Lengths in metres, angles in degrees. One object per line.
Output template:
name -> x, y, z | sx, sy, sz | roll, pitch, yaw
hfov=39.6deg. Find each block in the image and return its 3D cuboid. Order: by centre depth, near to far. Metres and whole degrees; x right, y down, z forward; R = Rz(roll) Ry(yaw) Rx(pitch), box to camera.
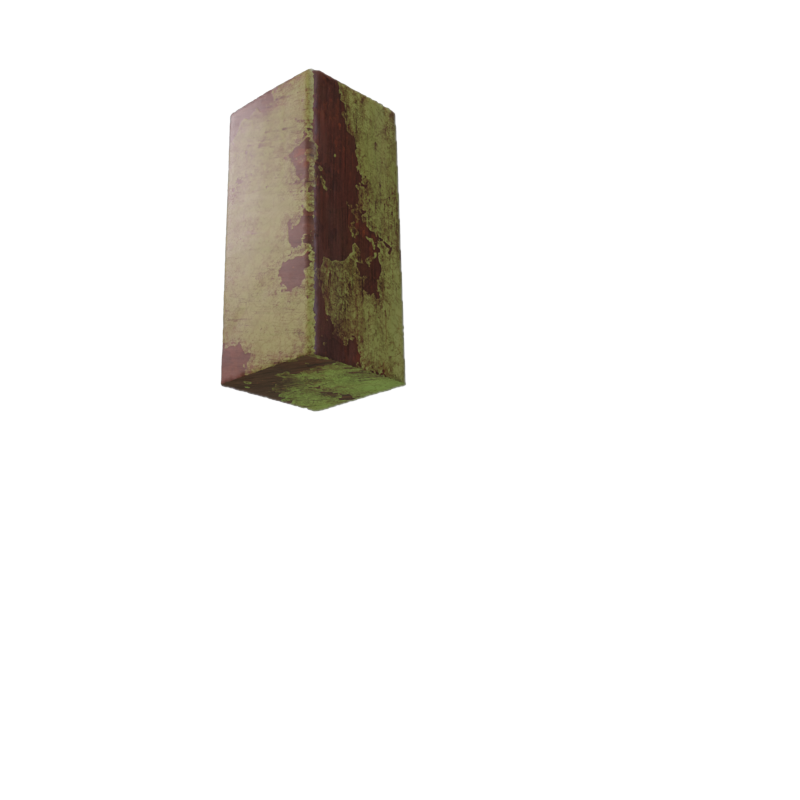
block -> -0.060, -0.110, 0.765 | 0.091, 0.217, 0.085 | -22, -30, 39
